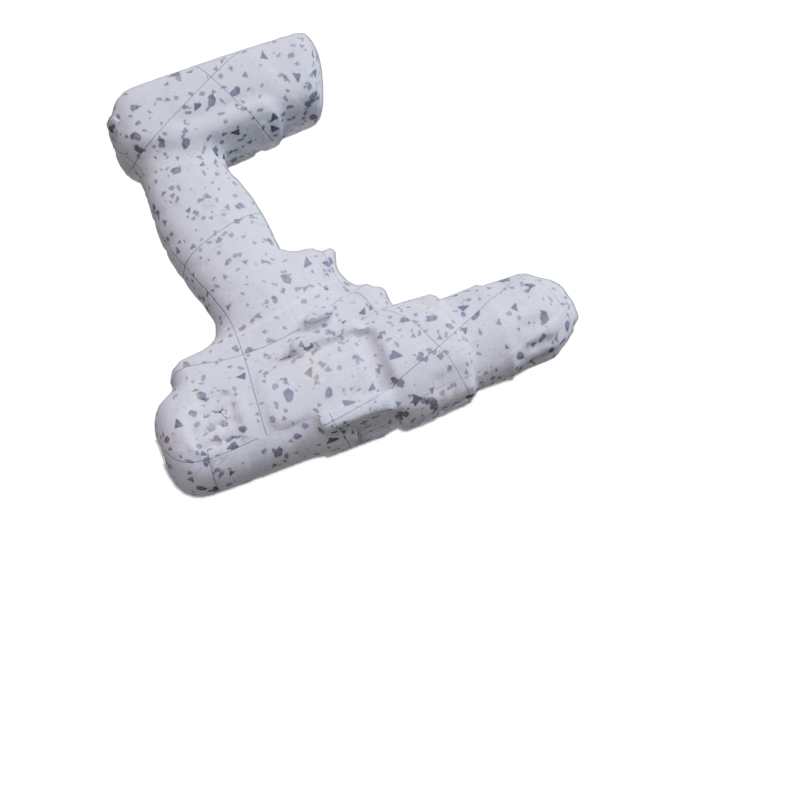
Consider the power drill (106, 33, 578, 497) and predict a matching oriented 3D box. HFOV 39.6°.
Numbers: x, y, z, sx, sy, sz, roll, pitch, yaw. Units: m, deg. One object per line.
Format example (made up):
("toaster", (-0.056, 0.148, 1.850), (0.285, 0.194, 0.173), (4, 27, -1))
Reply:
("power drill", (-0.038, -0.070, 0.491), (0.183, 0.199, 0.054), (-20, -24, -10))
